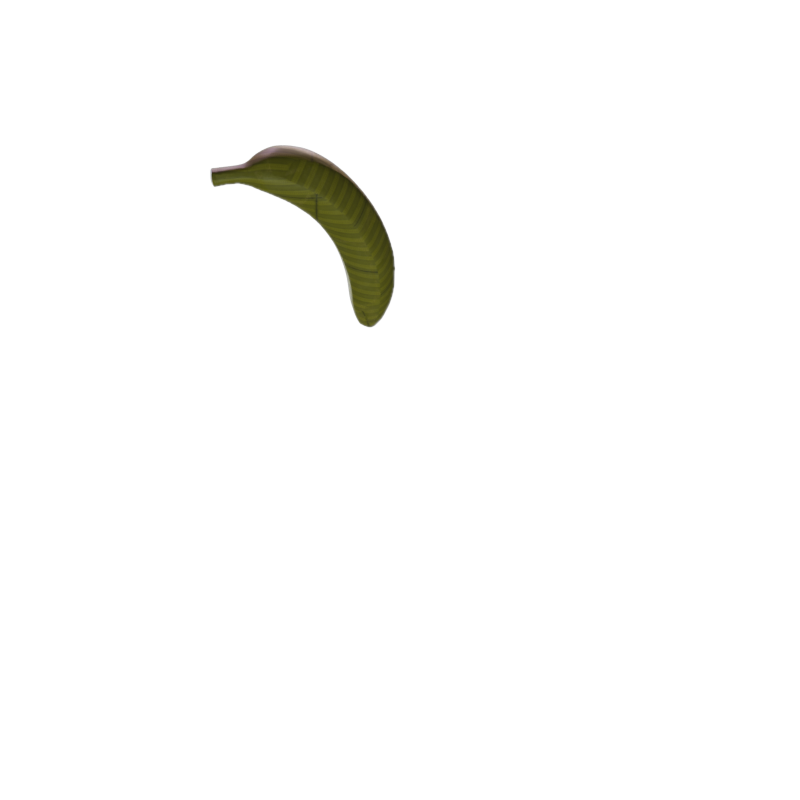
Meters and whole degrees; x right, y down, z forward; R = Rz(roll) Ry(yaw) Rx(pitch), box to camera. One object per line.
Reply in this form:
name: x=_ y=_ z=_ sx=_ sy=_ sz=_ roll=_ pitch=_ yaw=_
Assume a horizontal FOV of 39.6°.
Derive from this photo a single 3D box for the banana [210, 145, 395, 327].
banana: x=-0.047 y=-0.119 z=0.771 sx=0.070 sy=0.039 sz=0.183 roll=-23 pitch=-44 yaw=25
